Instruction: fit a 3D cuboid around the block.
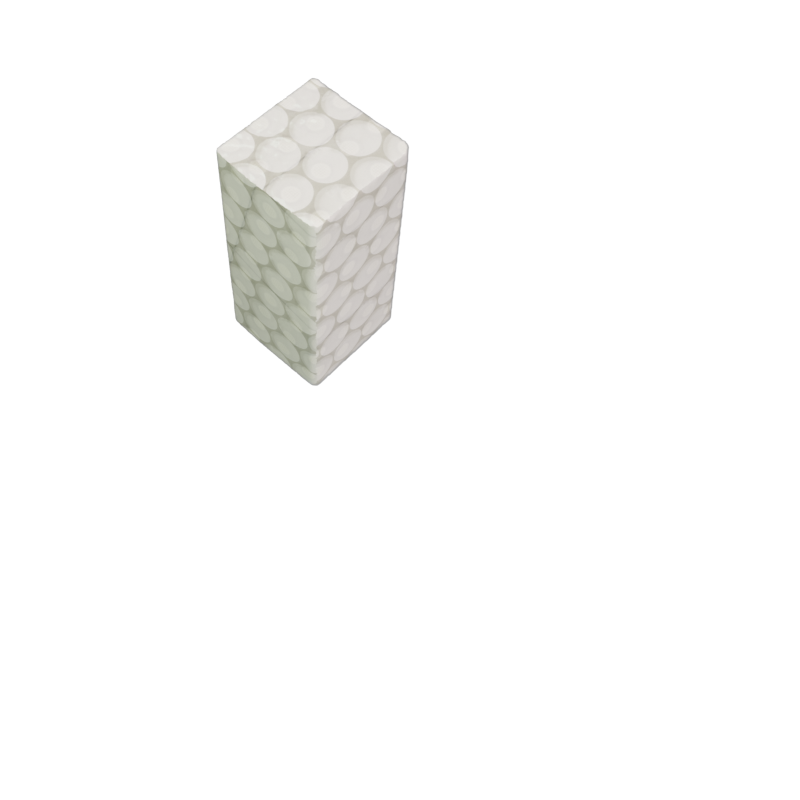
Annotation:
[{"bbox_3d":[-0.060,-0.110,0.776,0.095,0.092,0.194,40,-25,18],"label":"block"}]
